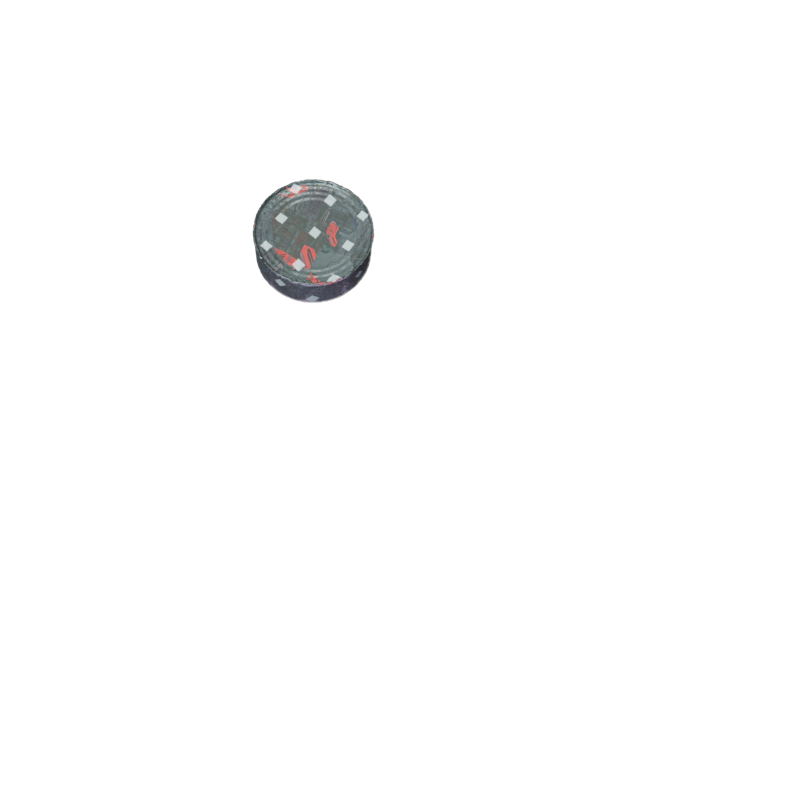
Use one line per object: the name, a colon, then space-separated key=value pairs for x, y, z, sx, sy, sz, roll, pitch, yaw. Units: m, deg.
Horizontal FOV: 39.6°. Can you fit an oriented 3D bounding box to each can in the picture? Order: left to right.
can: x=-0.062 y=-0.114 z=0.795 sx=0.086 sy=0.091 sz=0.032 roll=-1 pitch=-27 yaw=-1
